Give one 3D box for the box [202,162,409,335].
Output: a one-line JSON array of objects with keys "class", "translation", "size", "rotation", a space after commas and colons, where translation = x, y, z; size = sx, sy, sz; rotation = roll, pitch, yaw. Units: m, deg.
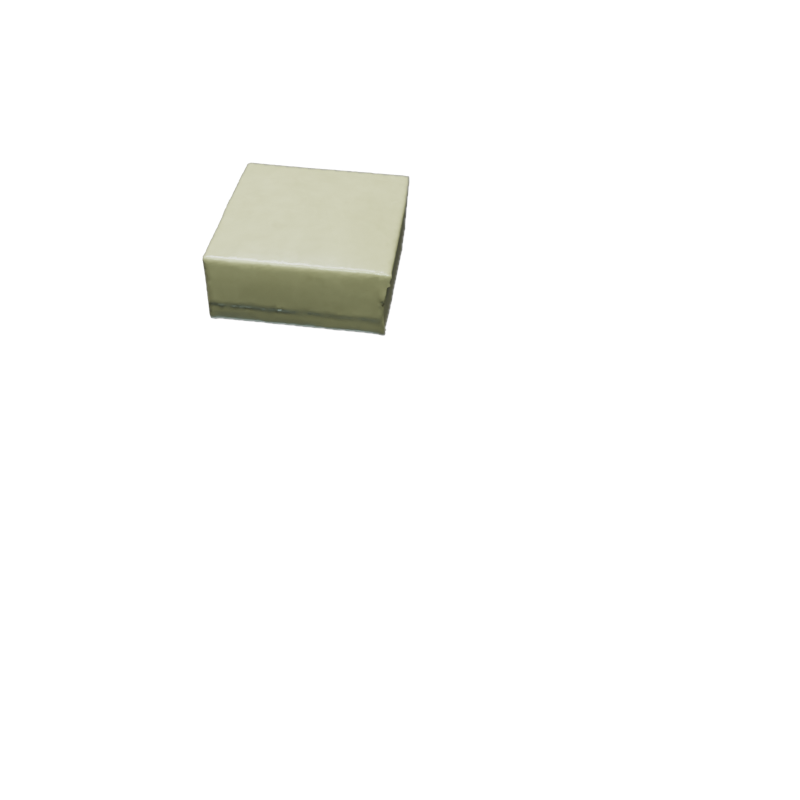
[{"class": "box", "translation": [-0.044, -0.081, 0.565], "size": [0.091, 0.036, 0.120], "rotation": [4, 36, 5]}]
